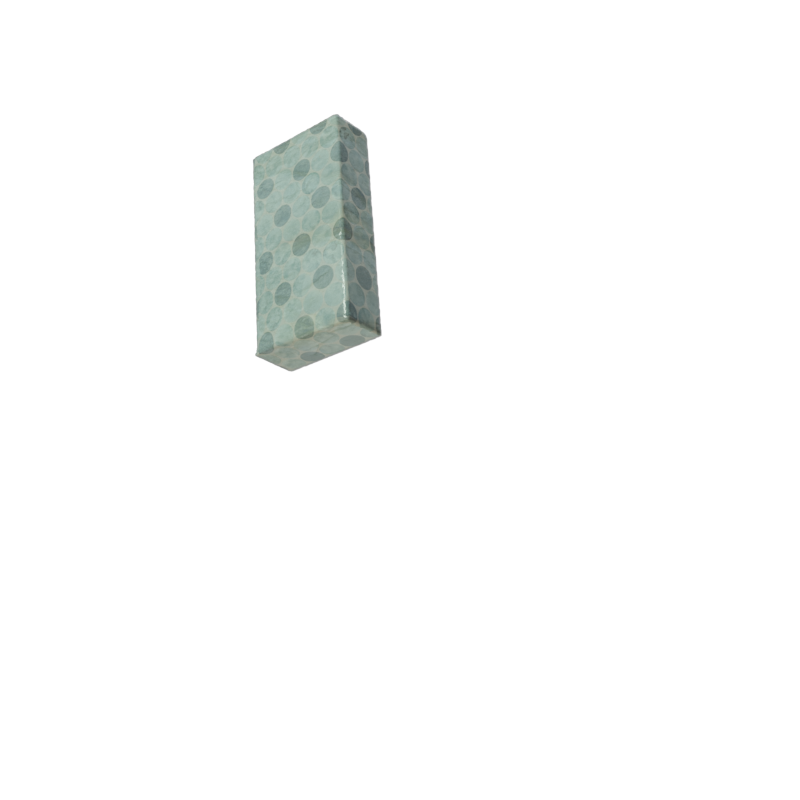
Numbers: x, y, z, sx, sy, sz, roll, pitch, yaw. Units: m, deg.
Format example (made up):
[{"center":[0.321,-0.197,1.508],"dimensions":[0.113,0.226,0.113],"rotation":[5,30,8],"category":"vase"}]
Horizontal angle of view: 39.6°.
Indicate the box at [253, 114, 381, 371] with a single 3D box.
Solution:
[{"center":[-0.065,-0.120,0.839],"dimensions":[0.094,0.187,0.045],"rotation":[-22,-34,33],"category":"box"}]
